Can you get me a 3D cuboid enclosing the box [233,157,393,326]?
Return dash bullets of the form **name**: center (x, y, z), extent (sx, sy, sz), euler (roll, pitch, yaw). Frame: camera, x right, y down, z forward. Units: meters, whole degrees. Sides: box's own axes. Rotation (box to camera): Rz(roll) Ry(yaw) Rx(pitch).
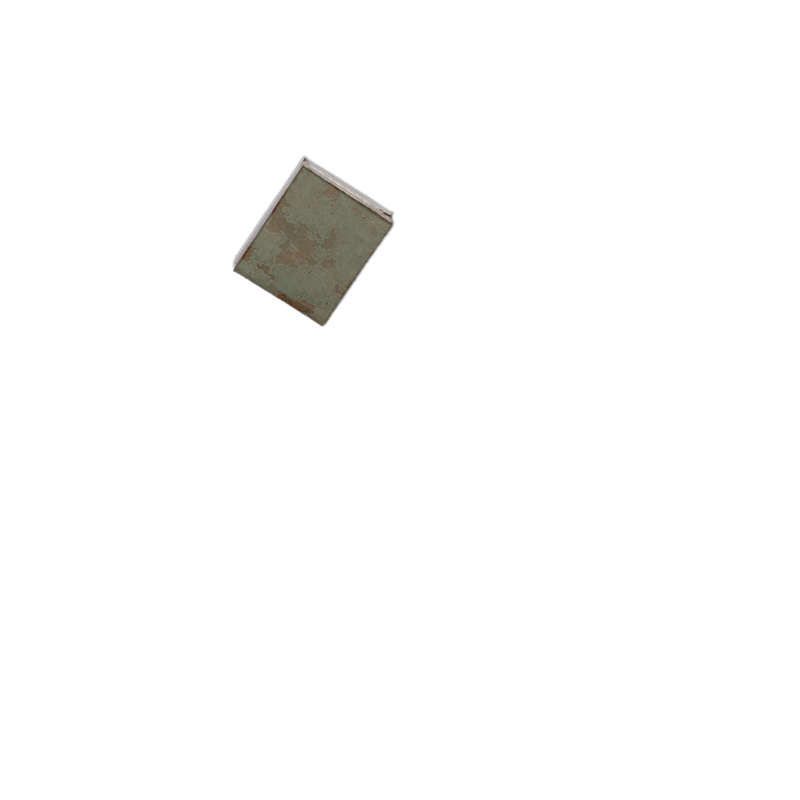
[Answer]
- **box**: center (-0.058, -0.106, 0.742), extent (0.072, 0.088, 0.031), euler (32, 13, -10)
